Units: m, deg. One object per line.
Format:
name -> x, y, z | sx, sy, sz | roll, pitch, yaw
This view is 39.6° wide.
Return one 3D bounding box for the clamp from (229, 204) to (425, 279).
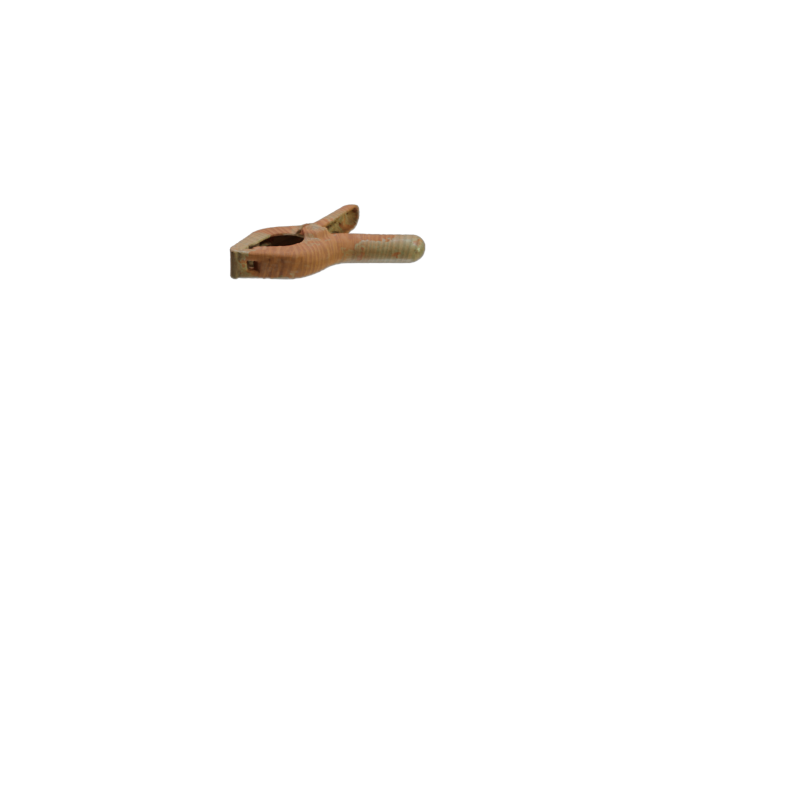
clamp -> -0.078, -0.141, 0.990 | 0.168, 0.038, 0.128 | -9, 23, -22
